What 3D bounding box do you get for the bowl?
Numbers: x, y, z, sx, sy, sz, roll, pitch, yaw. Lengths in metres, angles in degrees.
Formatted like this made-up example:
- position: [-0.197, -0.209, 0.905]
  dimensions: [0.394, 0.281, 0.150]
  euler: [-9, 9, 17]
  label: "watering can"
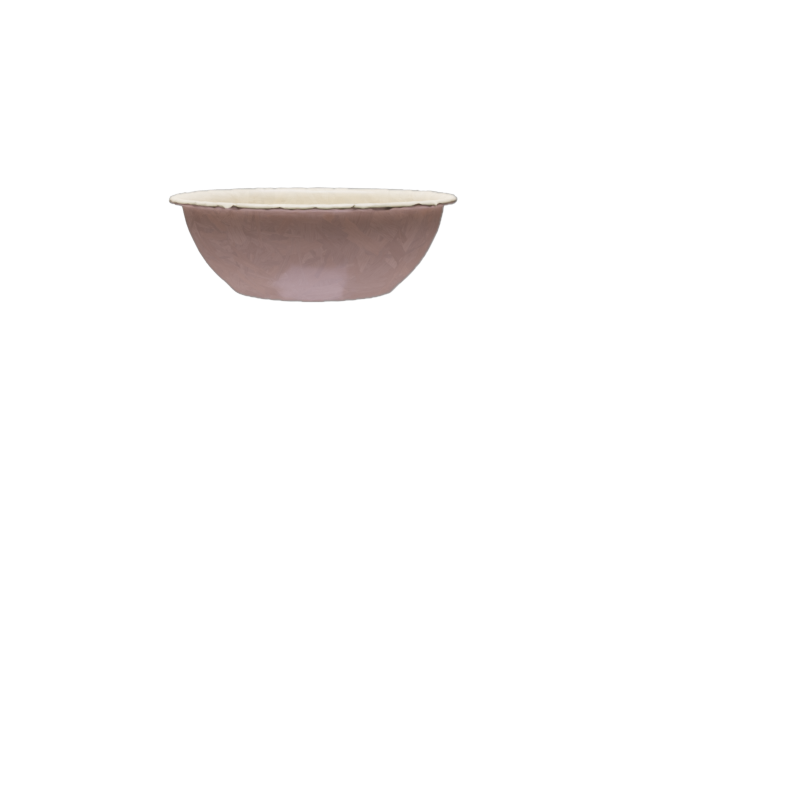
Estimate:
- position: [-0.049, -0.090, 0.627]
  dimensions: [0.162, 0.054, 0.166]
  euler: [0, 14, -2]
  label: "bowl"
